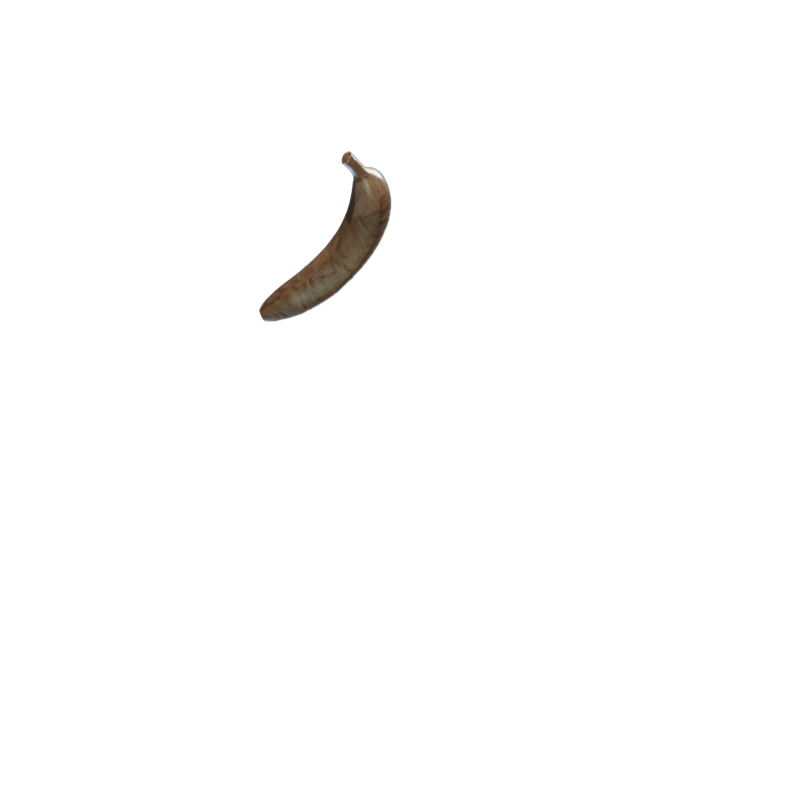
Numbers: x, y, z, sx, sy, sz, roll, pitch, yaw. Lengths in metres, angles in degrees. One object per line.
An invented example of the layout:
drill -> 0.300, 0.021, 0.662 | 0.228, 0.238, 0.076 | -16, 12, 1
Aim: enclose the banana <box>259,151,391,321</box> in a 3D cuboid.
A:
banana -> -0.057, -0.135, 0.967 | 0.067, 0.190, 0.039 | 20, 37, -17
